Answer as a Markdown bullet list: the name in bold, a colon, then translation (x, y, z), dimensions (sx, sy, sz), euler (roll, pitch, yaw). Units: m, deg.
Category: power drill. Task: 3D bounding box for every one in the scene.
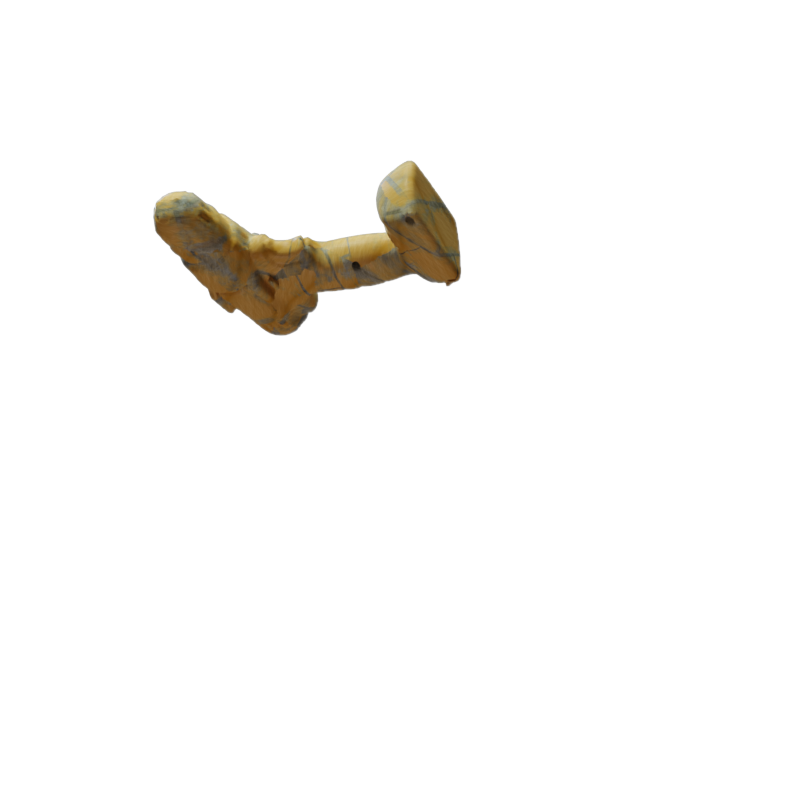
- **power drill**: translation (-0.063, -0.115, 0.806), dimensions (0.191, 0.061, 0.171), euler (-11, -26, 22)
